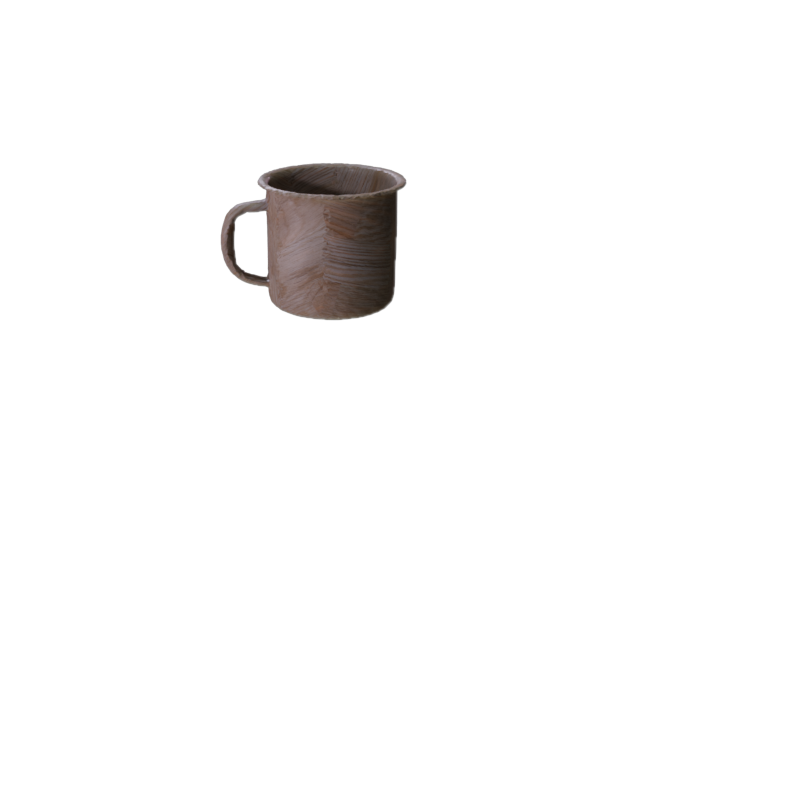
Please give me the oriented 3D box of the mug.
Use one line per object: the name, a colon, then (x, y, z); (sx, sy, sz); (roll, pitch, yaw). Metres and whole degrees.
mug: (-0.055, -0.100, 0.701); (0.115, 0.078, 0.099); (-5, 22, -13)
